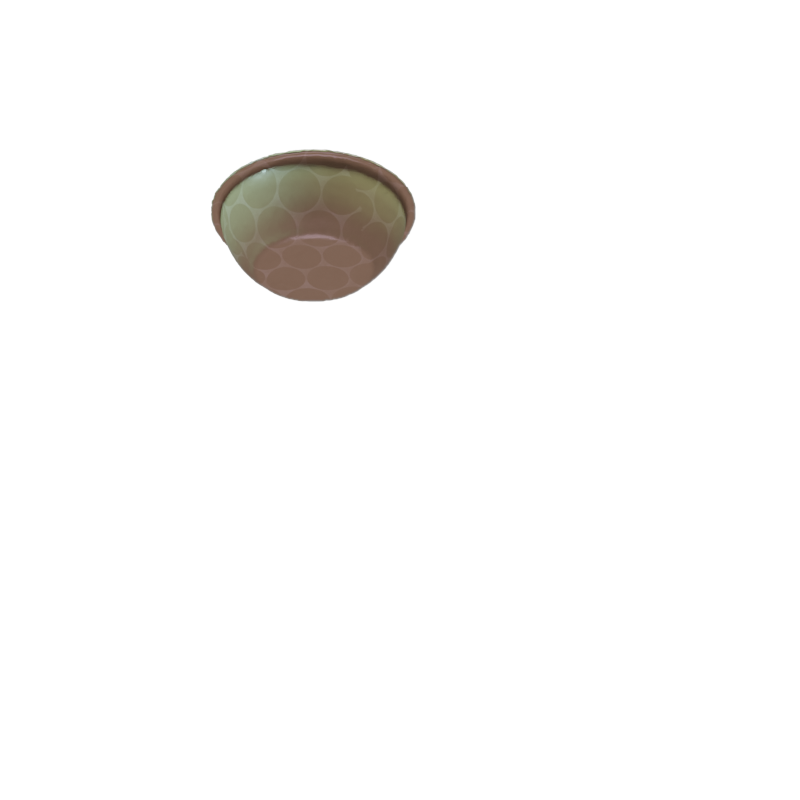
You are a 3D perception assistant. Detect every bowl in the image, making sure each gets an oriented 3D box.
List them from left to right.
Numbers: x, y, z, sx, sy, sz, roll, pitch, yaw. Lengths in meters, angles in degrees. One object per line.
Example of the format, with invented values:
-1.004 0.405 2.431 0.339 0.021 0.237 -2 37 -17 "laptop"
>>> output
-0.067 -0.123 0.861 0.162 0.059 0.152 1 -30 -2 "bowl"
